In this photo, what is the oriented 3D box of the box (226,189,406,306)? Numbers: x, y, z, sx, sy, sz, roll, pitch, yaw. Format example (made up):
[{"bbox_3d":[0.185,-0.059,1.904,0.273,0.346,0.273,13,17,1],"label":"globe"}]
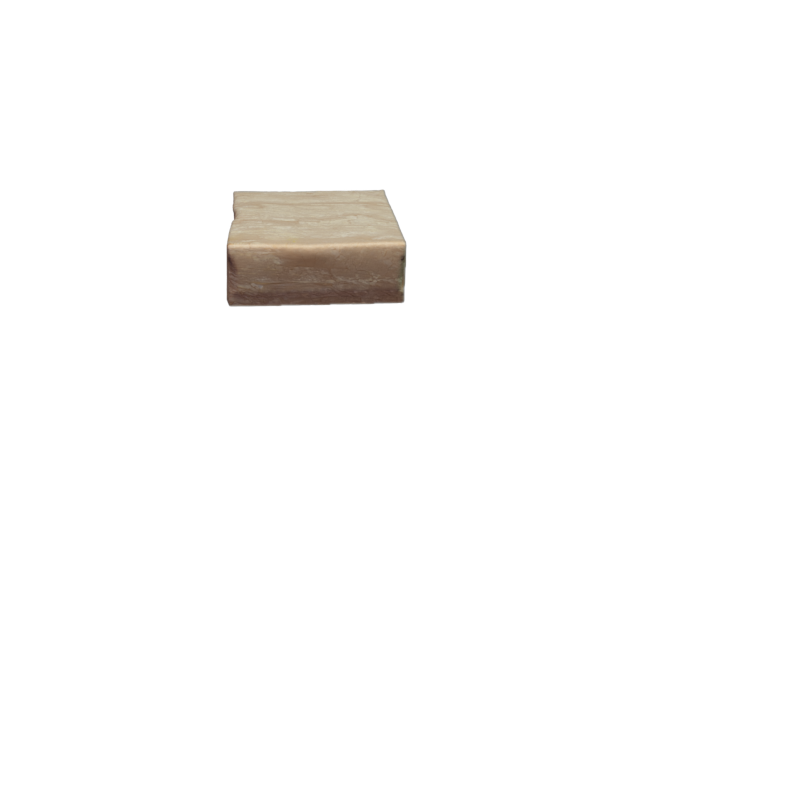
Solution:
[{"bbox_3d":[-0.038,-0.070,0.488,0.073,0.029,0.094,-1,24,-4],"label":"box"}]
